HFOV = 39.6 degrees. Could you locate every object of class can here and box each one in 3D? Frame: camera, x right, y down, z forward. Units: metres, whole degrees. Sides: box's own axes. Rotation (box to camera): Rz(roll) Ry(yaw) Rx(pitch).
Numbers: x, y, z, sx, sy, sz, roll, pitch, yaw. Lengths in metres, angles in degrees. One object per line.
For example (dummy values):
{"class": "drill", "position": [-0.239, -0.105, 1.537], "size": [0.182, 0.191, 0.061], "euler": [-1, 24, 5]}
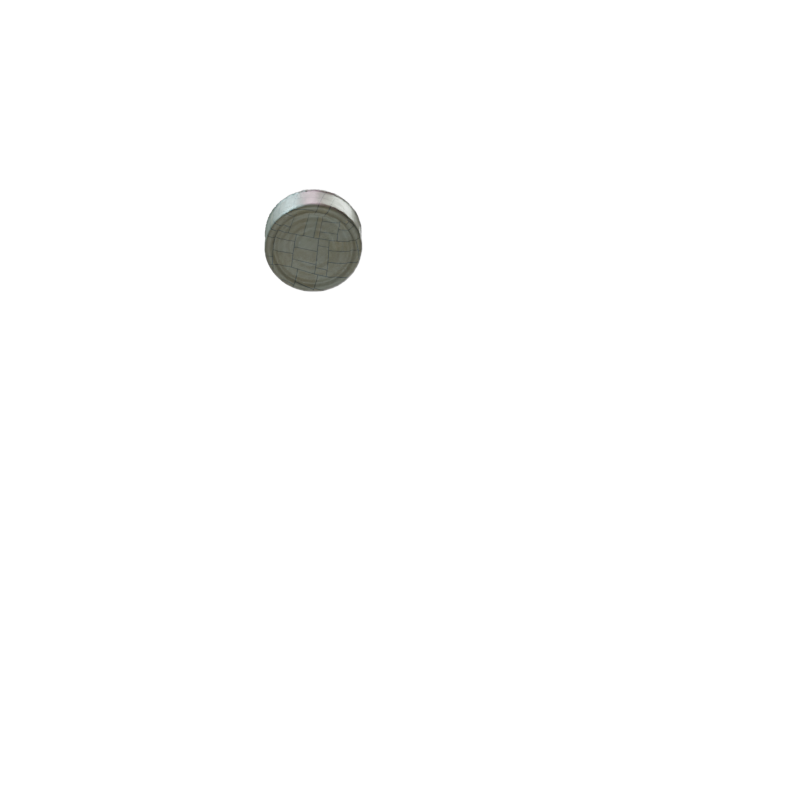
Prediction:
{"class": "can", "position": [-0.075, -0.138, 0.964], "size": [0.086, 0.081, 0.036], "euler": [1, 28, -1]}
